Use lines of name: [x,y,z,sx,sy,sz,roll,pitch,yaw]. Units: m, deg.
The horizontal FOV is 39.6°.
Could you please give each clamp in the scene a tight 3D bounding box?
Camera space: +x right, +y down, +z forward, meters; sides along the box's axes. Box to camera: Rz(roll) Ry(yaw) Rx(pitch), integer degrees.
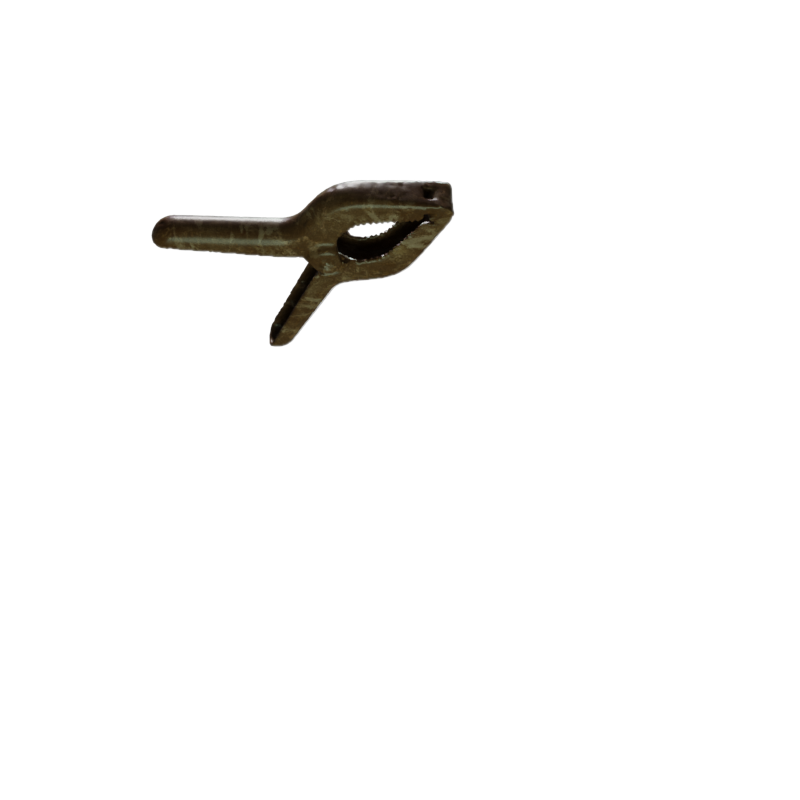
clamp: [-0.063,-0.114,0.802,0.211,0.039,0.153,-22,-40,30]
